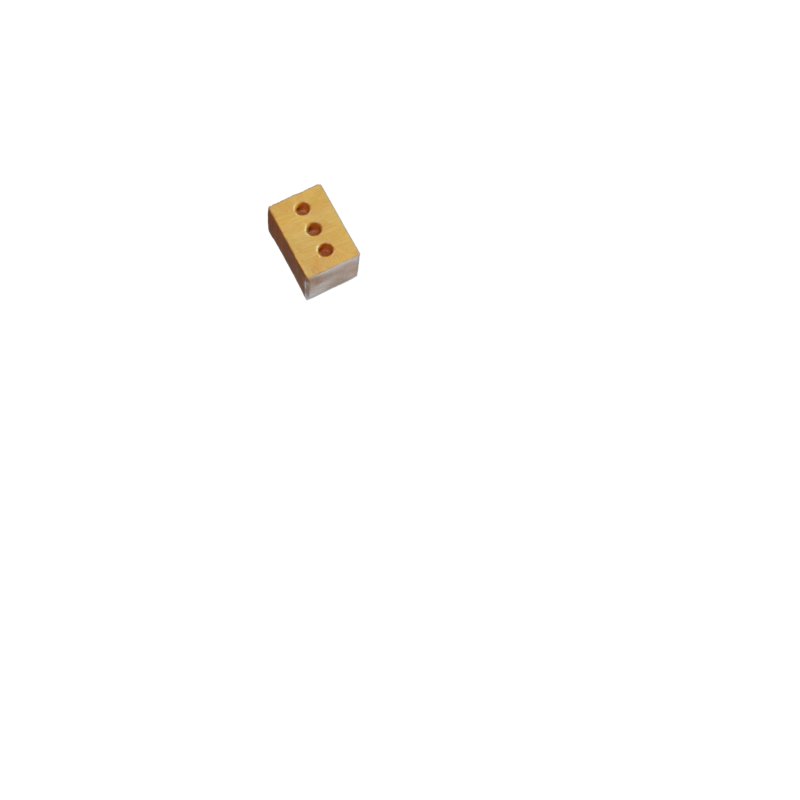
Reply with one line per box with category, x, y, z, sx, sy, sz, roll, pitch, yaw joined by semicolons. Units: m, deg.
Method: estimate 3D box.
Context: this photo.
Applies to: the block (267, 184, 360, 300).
block;-0.075;-0.137;0.961;0.053;0.082;0.049;-26;-20;-12
